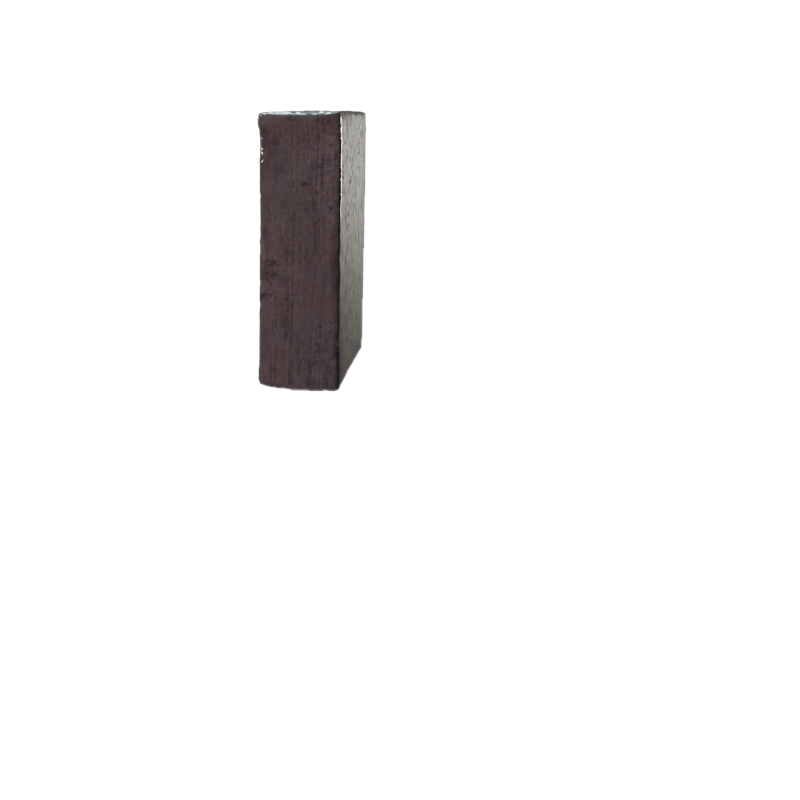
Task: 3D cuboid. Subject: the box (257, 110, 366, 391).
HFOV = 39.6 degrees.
[{"bbox_3d":[-0.071,-0.130,0.911,0.072,0.210,0.166,1,9,5],"label":"box"}]
